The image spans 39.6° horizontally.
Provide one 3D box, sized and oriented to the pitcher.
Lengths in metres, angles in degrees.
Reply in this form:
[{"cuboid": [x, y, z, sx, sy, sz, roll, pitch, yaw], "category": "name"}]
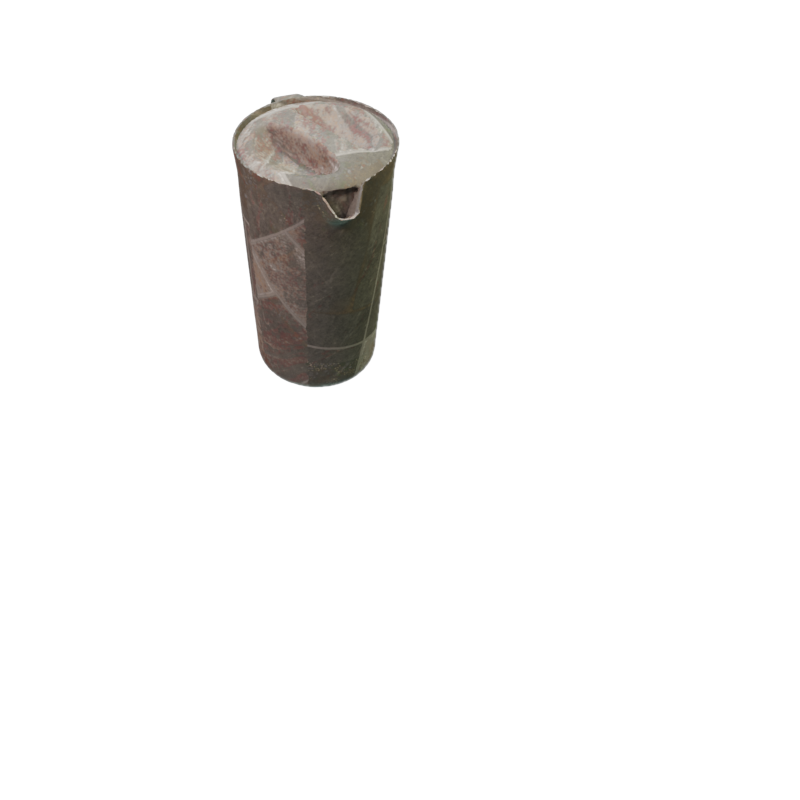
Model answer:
[{"cuboid": [-0.075, -0.137, 0.961, 0.150, 0.226, 0.154, 19, 45, 16], "category": "pitcher"}]
